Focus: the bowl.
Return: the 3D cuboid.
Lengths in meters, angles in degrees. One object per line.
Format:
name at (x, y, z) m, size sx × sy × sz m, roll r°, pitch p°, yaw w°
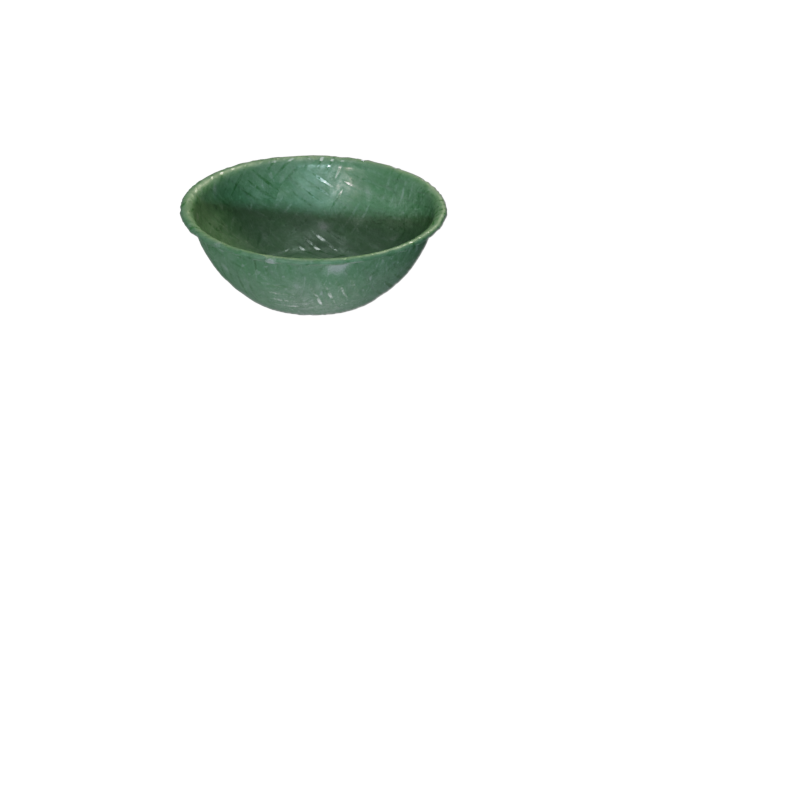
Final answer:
bowl at (-0.053, -0.097, 0.682) m, size 0.162 × 0.052 × 0.172 m, roll -1°, pitch 31°, yaw -2°
